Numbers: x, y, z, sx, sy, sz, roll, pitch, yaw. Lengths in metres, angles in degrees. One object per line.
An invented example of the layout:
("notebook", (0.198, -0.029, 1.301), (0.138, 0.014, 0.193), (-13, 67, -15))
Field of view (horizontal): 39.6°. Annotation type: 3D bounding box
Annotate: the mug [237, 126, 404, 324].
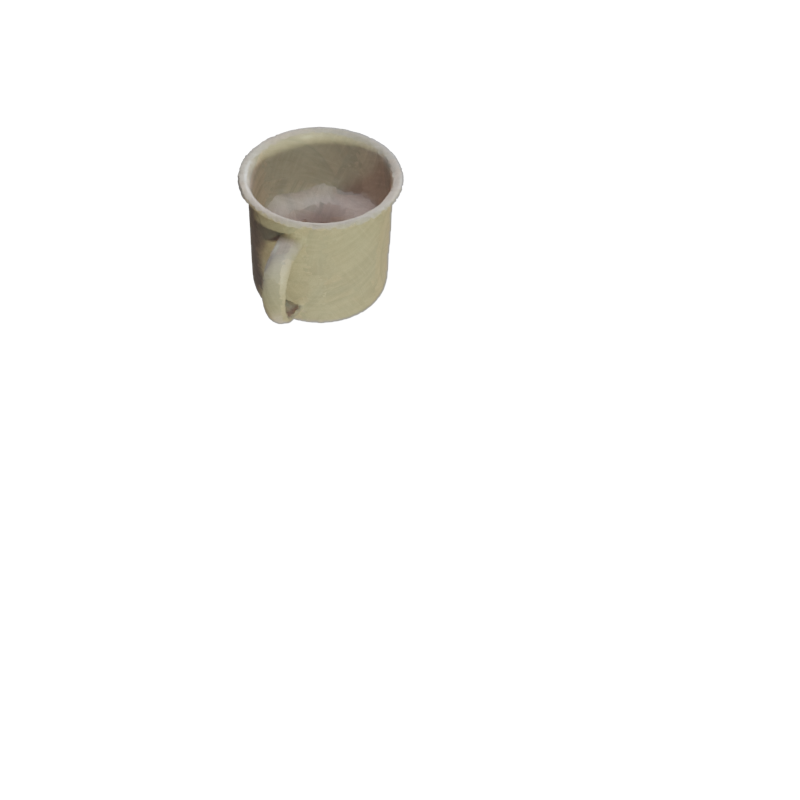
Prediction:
("mug", (-0.050, -0.091, 0.638), (0.095, 0.076, 0.123), (13, 46, 11))
